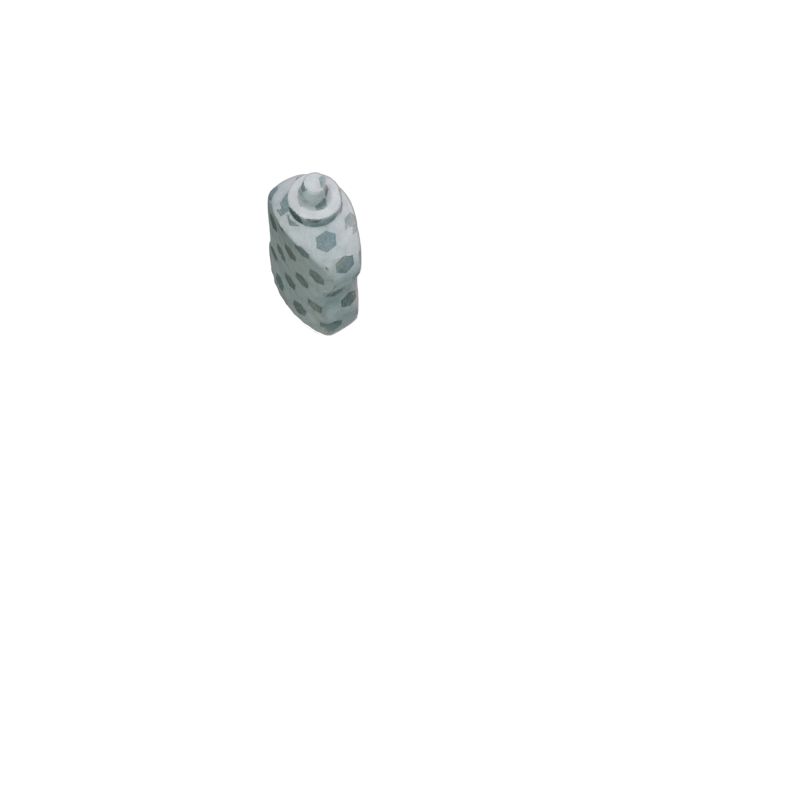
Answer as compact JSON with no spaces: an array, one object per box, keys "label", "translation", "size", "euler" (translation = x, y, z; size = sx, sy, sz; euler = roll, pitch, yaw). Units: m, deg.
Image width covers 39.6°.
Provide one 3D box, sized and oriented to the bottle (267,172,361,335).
[{"label":"bottle","translation":[-0.069,-0.128,0.892],"size":[0.058,0.101,0.182],"euler":[-30,-16,-14]}]
